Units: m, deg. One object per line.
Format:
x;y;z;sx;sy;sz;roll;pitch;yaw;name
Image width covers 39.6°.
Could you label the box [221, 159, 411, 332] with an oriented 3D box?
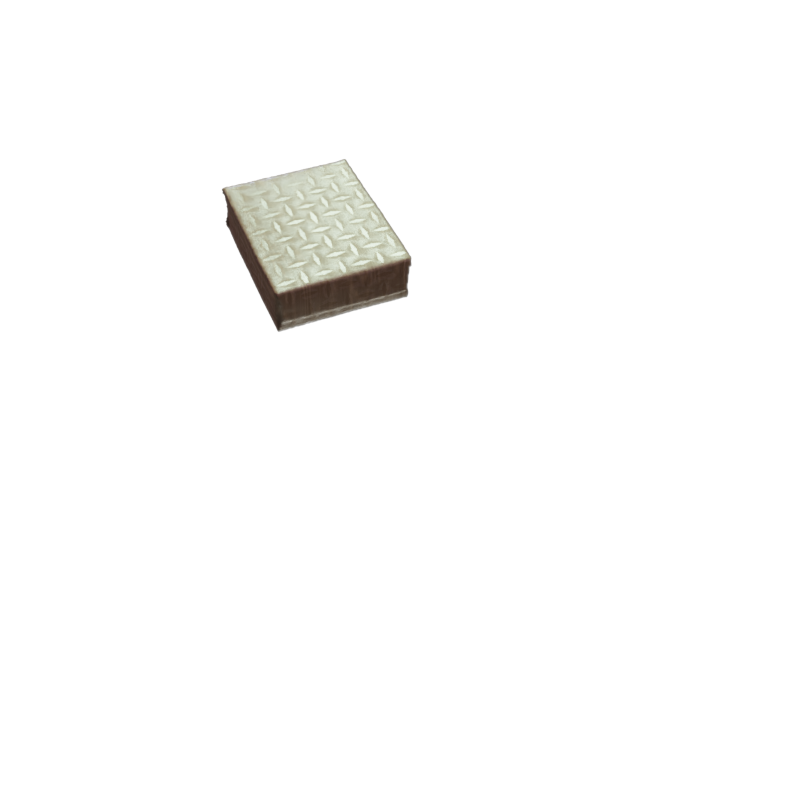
-0.056;-0.103;0.718;0.089;0.036;0.123;-16;46;-16;box
